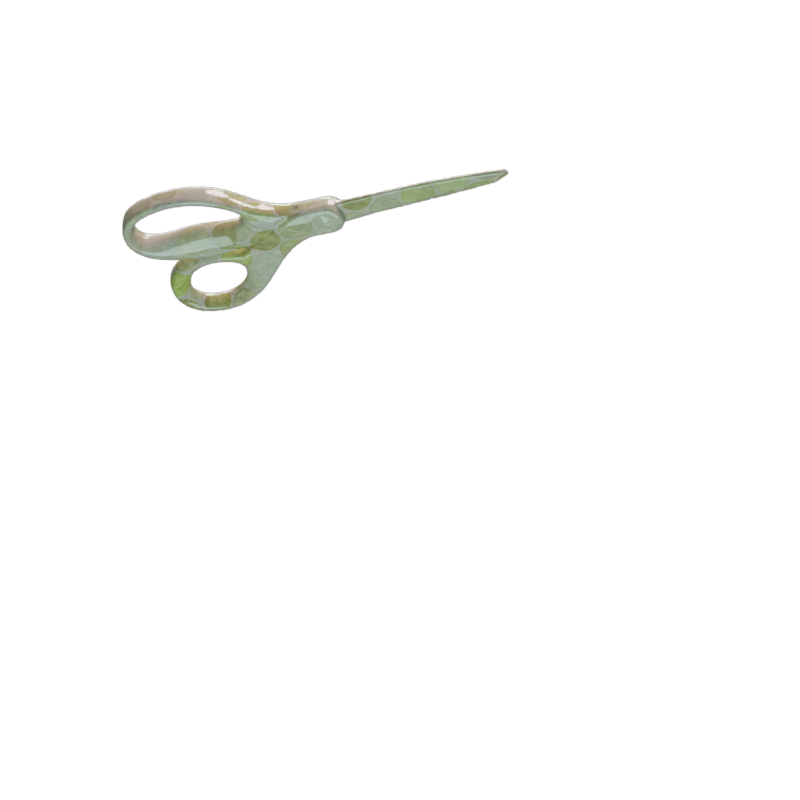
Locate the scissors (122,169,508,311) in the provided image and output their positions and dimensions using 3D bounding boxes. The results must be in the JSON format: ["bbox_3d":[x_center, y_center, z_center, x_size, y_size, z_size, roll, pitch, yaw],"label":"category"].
[{"bbox_3d":[-0.047,-0.085,0.596,0.202,0.017,0.089,-1,-39,1],"label":"scissors"}]
